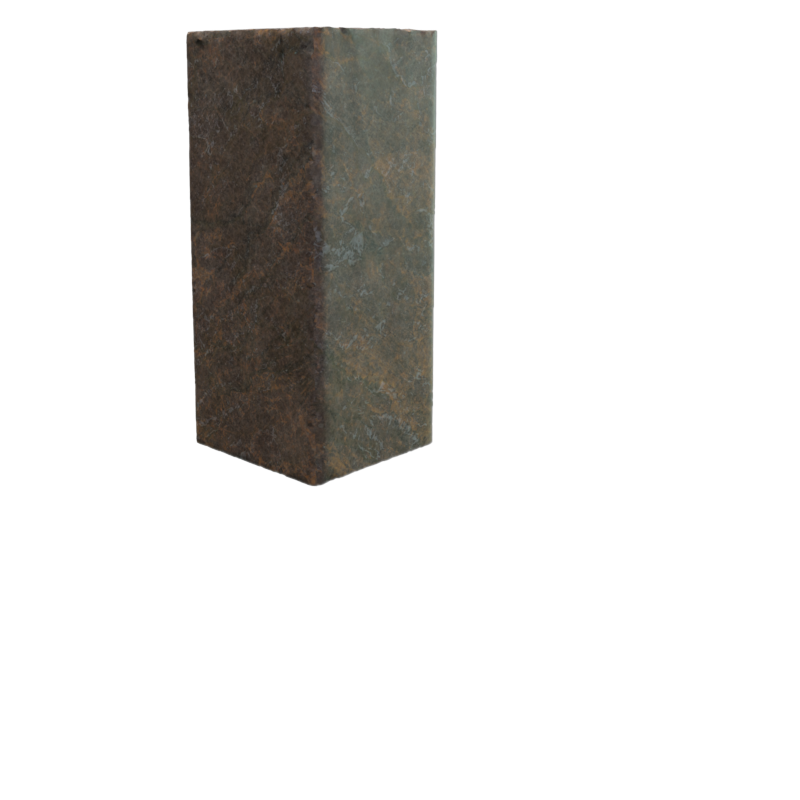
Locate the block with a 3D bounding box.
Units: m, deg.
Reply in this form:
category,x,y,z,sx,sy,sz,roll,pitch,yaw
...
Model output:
category,x,y,z,sx,sy,sz,roll,pitch,yaw
block,-0.044,-0.078,0.548,0.095,0.201,0.088,11,15,42
